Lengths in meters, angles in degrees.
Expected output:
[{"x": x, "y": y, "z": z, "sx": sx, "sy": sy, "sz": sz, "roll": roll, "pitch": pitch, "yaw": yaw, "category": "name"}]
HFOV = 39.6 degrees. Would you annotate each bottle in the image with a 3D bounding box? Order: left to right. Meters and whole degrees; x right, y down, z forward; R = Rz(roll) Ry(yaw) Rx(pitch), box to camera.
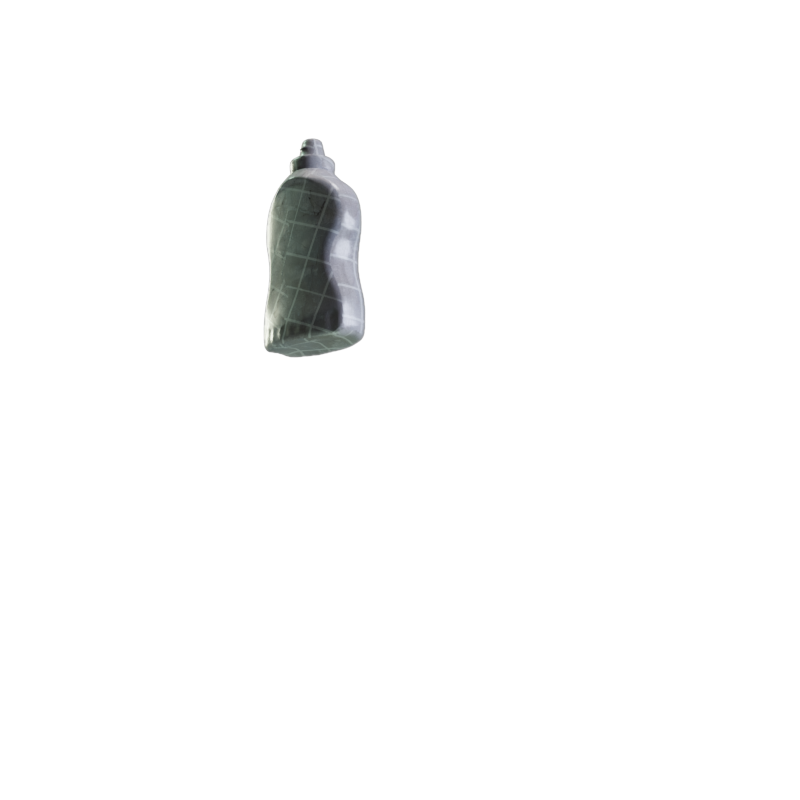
[{"x": -0.077, "y": -0.139, "z": 0.974, "sx": 0.097, "sy": 0.200, "sz": 0.055, "roll": -17, "pitch": -24, "yaw": 41, "category": "bottle"}]
